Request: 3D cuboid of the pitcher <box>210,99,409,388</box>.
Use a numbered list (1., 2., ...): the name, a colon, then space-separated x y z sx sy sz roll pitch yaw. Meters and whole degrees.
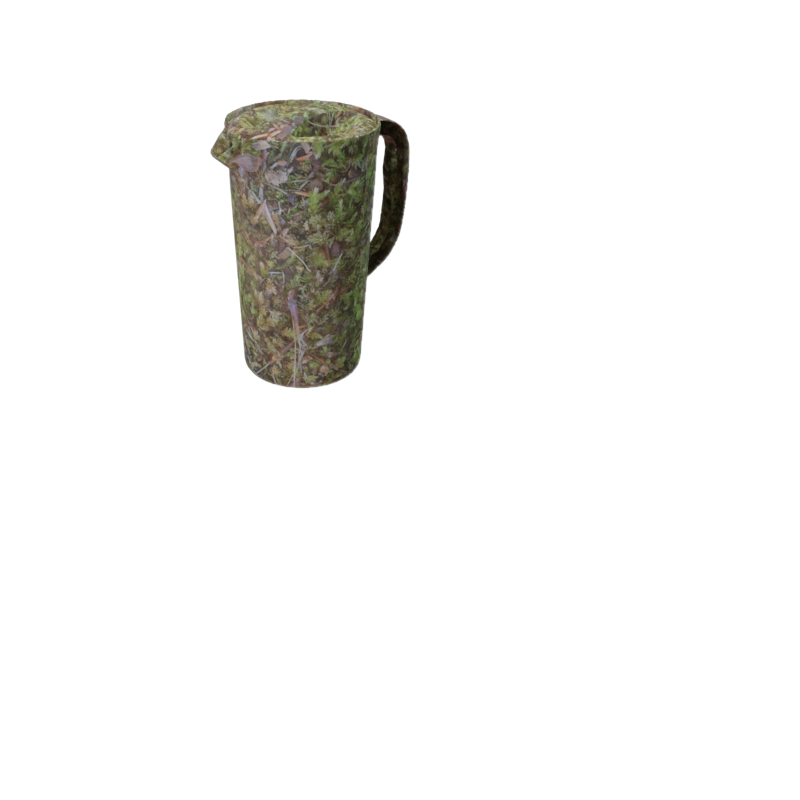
1. pitcher: -0.077 -0.141 0.989 0.152 0.230 0.150 7 26 10
